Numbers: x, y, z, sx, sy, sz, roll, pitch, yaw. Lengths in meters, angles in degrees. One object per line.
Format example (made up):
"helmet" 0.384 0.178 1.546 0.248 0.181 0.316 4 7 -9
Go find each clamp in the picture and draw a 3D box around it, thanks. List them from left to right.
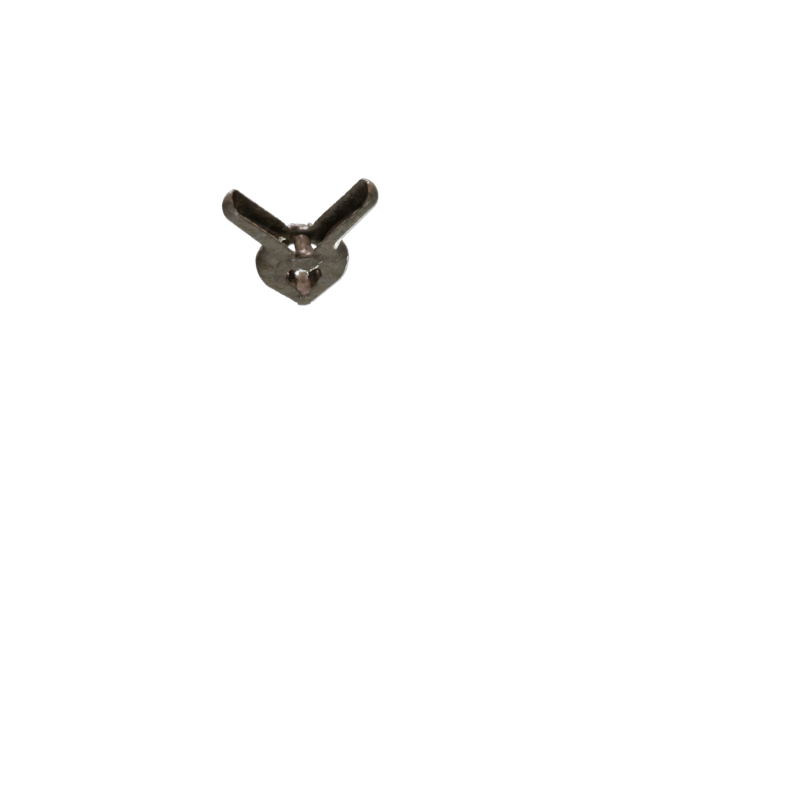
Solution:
"clamp" -0.072 -0.131 0.915 0.121 0.041 0.161 -2 -21 6
